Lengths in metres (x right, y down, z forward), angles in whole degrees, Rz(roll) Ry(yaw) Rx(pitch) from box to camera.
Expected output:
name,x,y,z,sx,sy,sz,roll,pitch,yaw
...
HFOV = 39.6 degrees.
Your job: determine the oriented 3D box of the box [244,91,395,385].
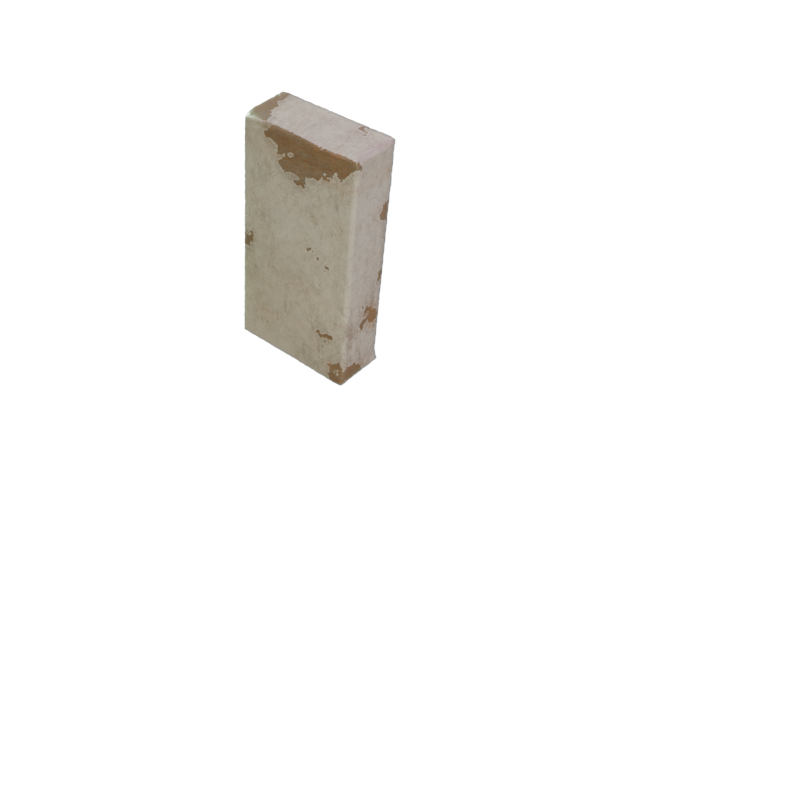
name,x,y,z,sx,sy,sz,roll,pitch,yaw
box,-0.057,-0.103,0.725,0.099,0.164,0.048,29,46,28
